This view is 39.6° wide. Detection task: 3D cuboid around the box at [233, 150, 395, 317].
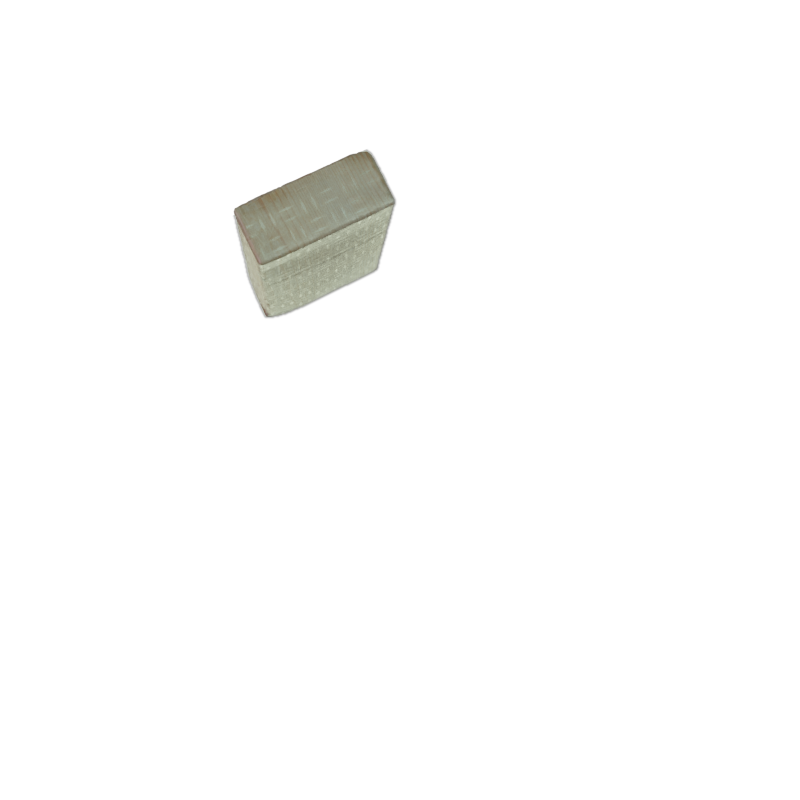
[{"bbox_3d":[-0.058,-0.106,0.741,0.093,0.049,0.171,-26,-7,-8],"label":"box"}]
